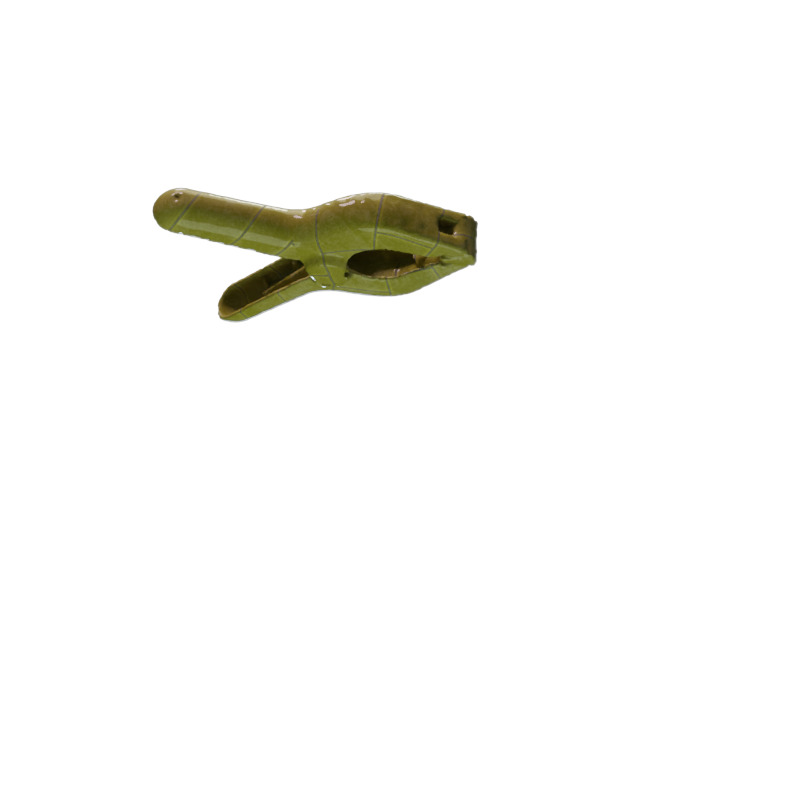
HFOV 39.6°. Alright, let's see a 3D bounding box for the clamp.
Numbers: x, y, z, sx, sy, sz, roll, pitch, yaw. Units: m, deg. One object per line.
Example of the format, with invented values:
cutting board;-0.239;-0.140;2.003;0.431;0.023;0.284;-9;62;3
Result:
clamp;-0.048;-0.087;0.607;0.174;0.041;0.112;-9;-24;20
